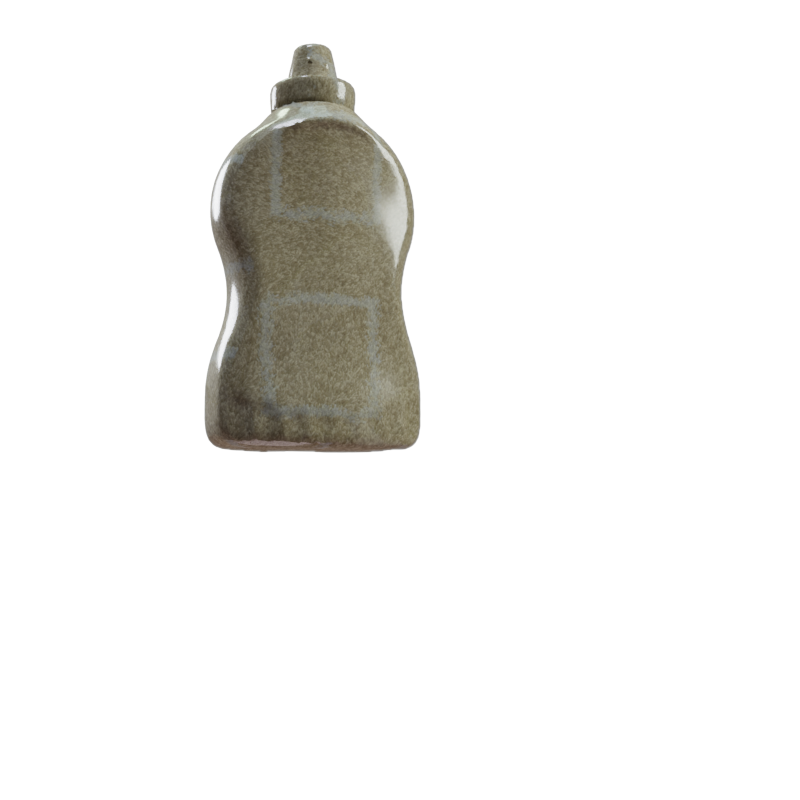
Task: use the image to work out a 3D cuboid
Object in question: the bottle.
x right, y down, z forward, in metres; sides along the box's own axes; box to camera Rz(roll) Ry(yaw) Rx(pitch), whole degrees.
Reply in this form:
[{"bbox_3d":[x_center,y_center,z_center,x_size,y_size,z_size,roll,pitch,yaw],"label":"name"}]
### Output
[{"bbox_3d":[-0.041,-0.074,0.517,0.094,0.197,0.058,3,-12,-19],"label":"bottle"}]
